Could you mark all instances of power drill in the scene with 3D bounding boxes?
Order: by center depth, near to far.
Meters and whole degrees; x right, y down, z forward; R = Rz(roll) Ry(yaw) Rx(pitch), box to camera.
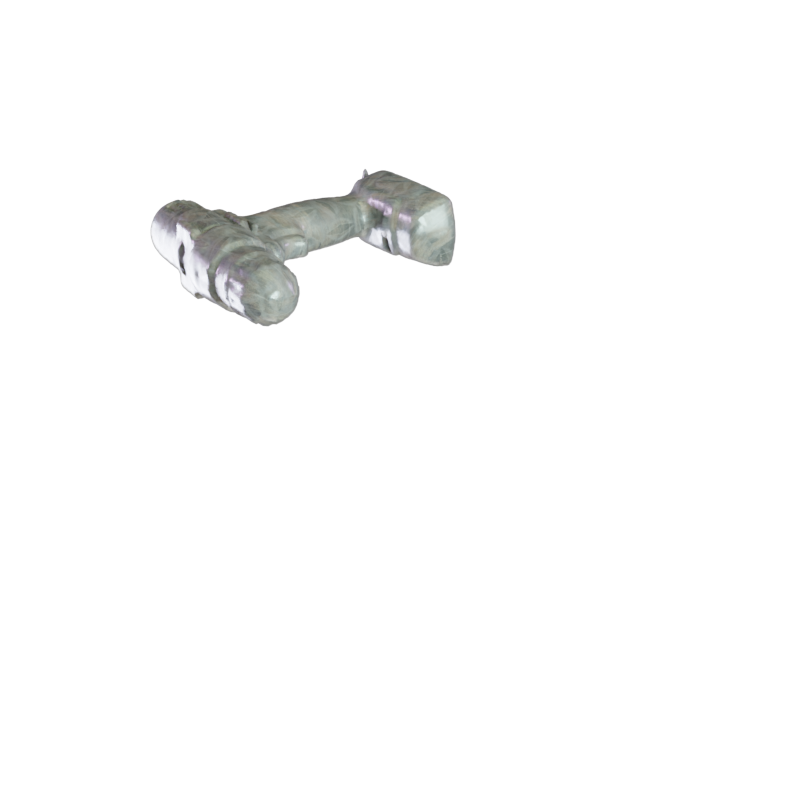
[{"bbox_3d":[-0.059,-0.108,0.756,0.184,0.055,0.197,-13,28,-26],"label":"power drill"}]
